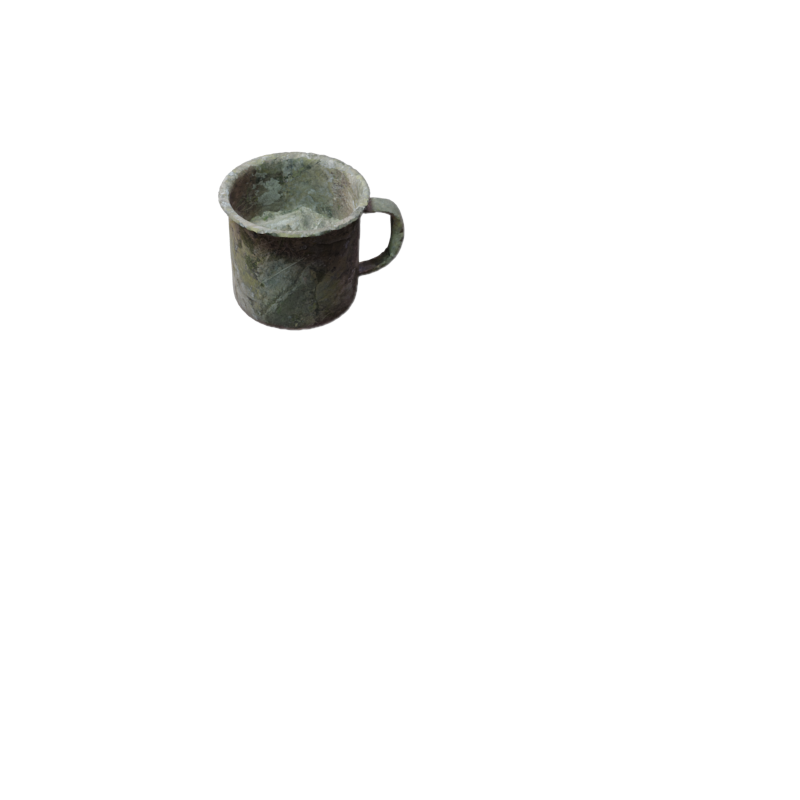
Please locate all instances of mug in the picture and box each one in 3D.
[{"bbox_3d":[-0.055,-0.100,0.704,0.116,0.076,0.101,-8,41,-10],"label":"mug"}]
